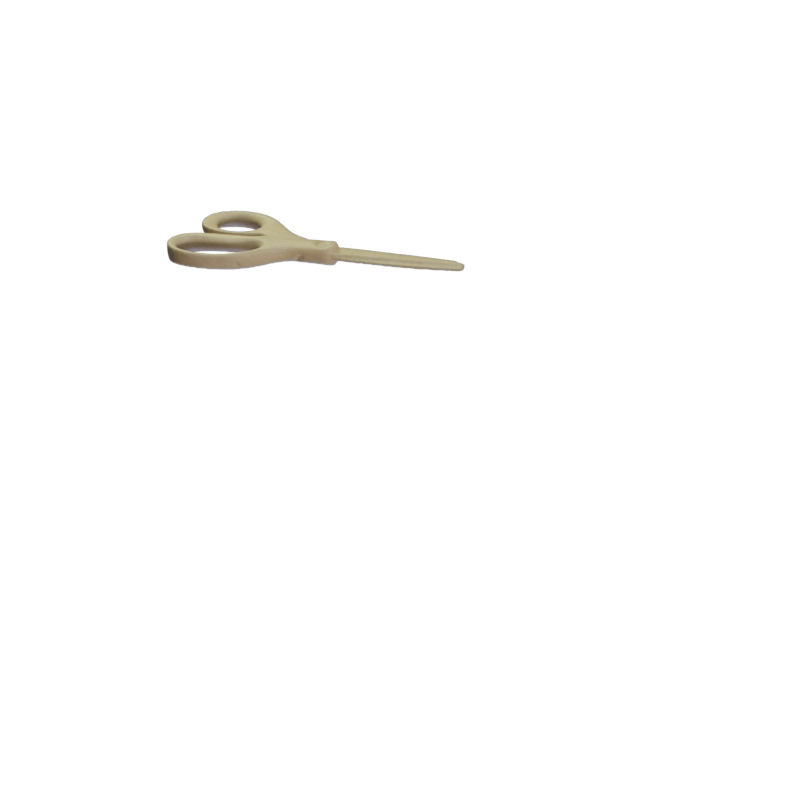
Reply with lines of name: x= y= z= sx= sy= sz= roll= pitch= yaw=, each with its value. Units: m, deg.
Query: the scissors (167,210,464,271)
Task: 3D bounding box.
scissors: x=-0.061 y=-0.111 z=0.779 sx=0.202 sy=0.015 sz=0.102 roll=0 pitch=29 yaw=0
